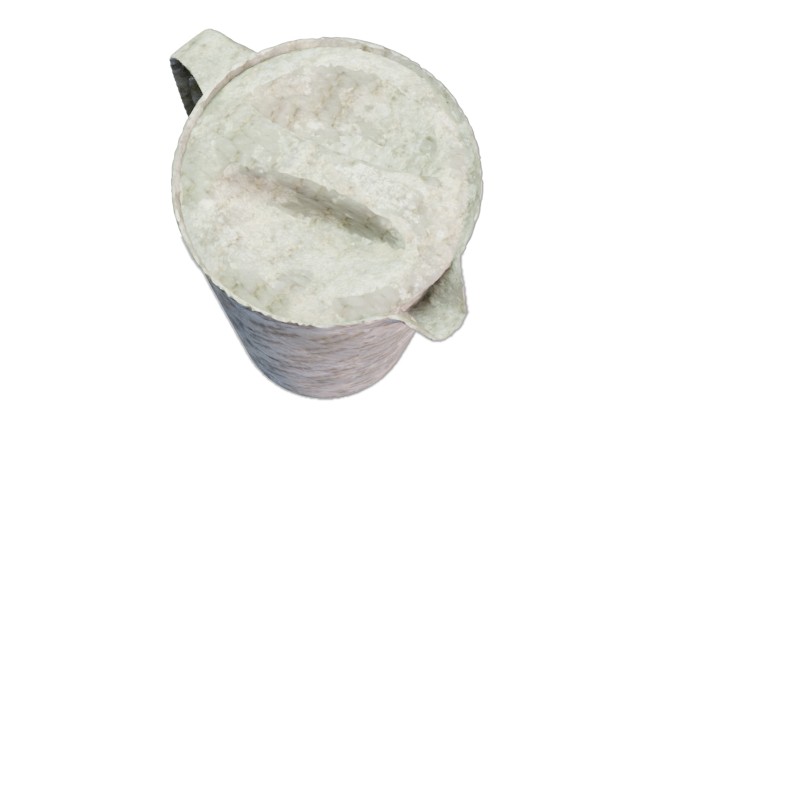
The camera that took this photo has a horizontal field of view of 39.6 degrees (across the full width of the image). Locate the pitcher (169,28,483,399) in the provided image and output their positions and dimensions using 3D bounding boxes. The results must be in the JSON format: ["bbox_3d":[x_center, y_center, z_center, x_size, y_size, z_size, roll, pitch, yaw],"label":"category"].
[{"bbox_3d":[-0.045,-0.083,0.581,0.145,0.155,0.235,4,-13,-2],"label":"pitcher"}]
